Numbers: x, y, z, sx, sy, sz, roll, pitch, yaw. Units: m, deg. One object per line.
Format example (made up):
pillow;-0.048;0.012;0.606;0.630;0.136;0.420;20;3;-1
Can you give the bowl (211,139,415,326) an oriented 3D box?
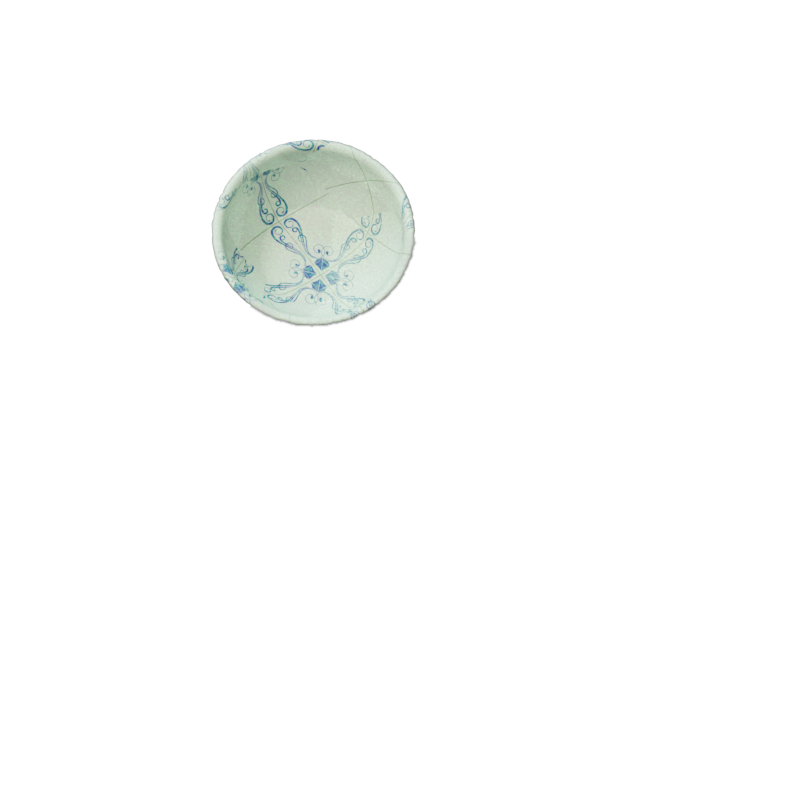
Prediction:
bowl;-0.071;-0.129;0.903;0.162;0.170;0.052;-1;-22;-1
